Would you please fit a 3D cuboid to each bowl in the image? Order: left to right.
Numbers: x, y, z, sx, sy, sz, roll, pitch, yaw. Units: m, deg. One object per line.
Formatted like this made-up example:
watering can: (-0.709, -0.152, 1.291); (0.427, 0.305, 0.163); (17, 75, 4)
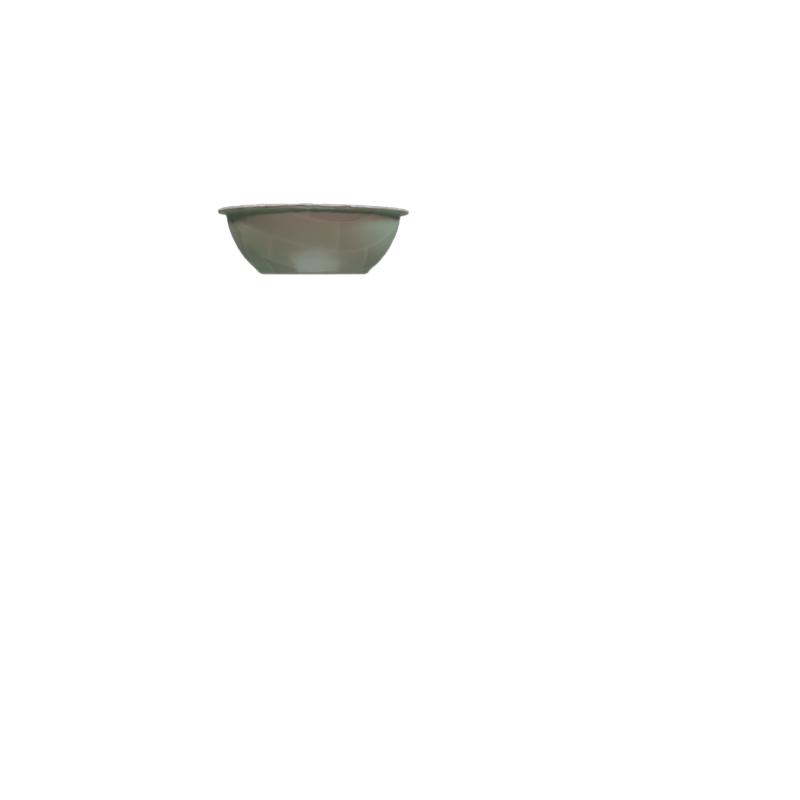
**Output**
bowl: (-0.073, -0.133, 0.935); (0.162, 0.055, 0.163); (0, 5, -2)
